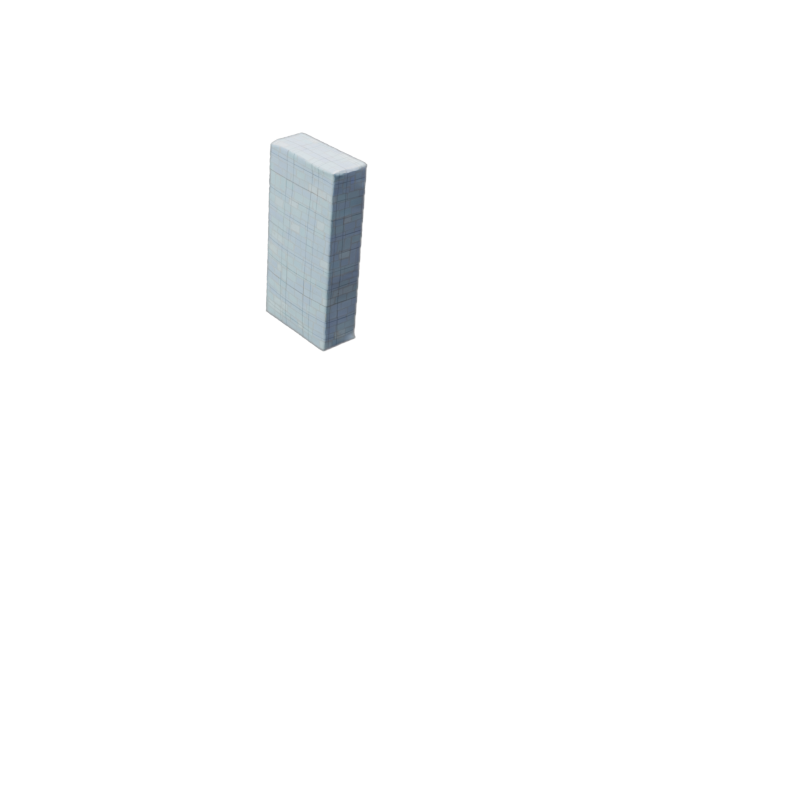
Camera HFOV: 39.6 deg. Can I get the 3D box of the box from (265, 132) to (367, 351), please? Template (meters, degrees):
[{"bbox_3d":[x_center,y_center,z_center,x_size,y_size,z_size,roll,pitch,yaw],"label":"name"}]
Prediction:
[{"bbox_3d":[-0.079,-0.143,0.999,0.047,0.166,0.100,-21,37,-35],"label":"box"}]
